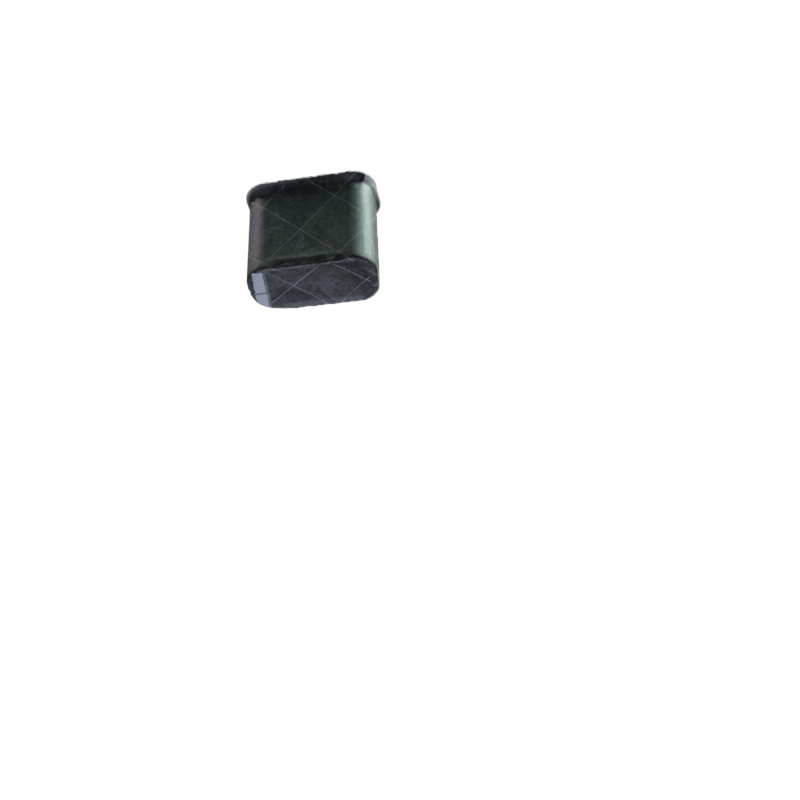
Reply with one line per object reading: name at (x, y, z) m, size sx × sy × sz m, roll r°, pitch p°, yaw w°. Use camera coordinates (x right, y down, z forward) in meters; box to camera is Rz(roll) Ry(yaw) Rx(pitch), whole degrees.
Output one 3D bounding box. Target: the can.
can at (-0.065, -0.119, 0.834) m, size 0.103 × 0.090 × 0.053 m, roll -7°, pitch -36°, yaw 8°
